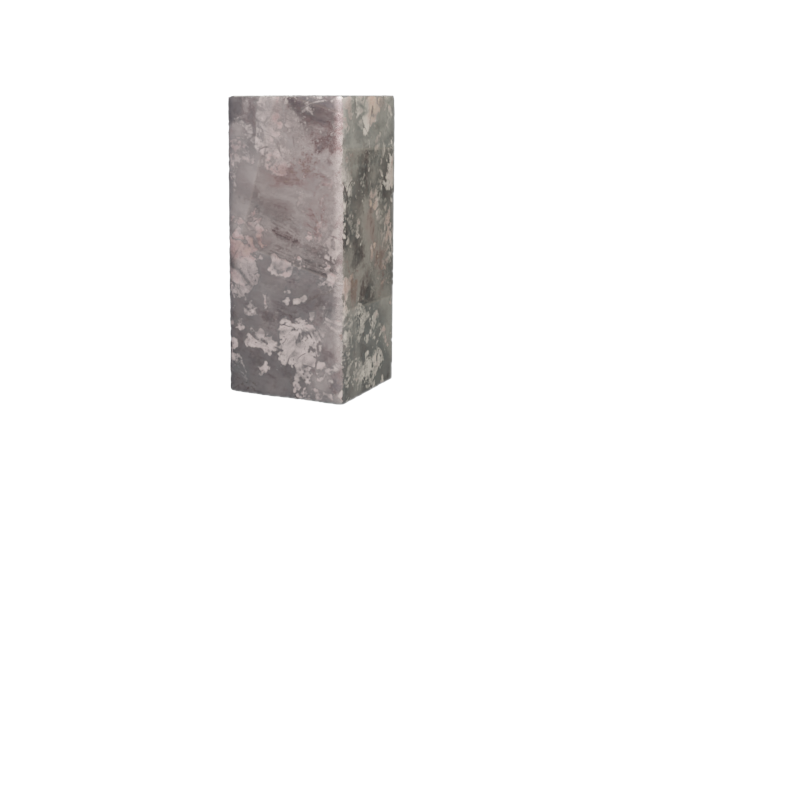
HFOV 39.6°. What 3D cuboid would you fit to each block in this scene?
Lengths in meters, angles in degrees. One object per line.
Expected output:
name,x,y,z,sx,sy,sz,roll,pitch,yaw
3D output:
block,-0.061,-0.112,0.785,0.093,0.202,0.089,4,9,25
